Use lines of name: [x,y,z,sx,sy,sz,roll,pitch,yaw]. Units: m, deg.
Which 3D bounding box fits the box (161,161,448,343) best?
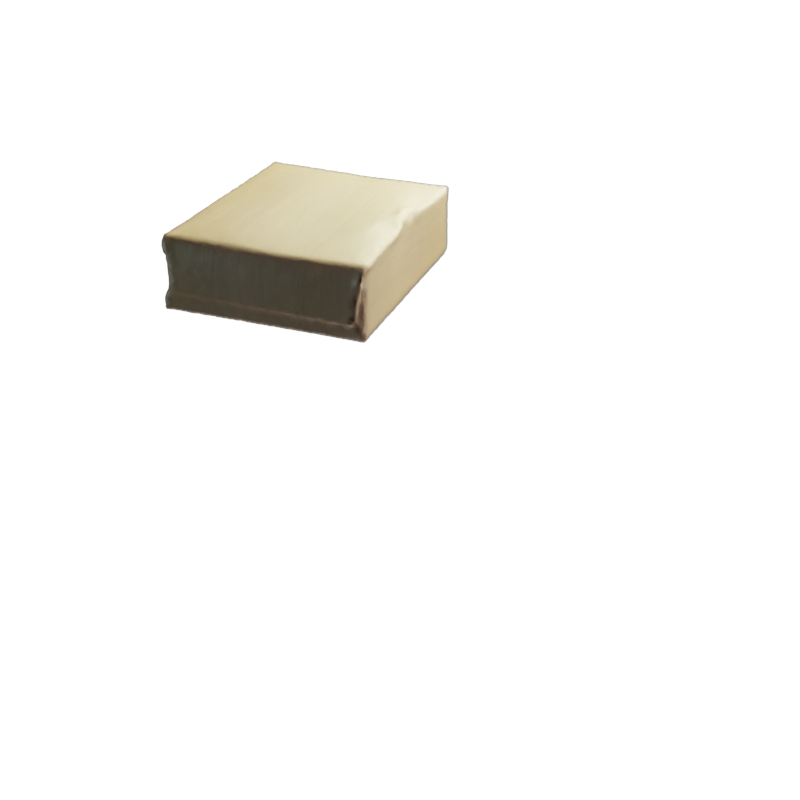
box: [-0.031,-0.056,0.391,0.076,0.029,0.091,11,29,19]
